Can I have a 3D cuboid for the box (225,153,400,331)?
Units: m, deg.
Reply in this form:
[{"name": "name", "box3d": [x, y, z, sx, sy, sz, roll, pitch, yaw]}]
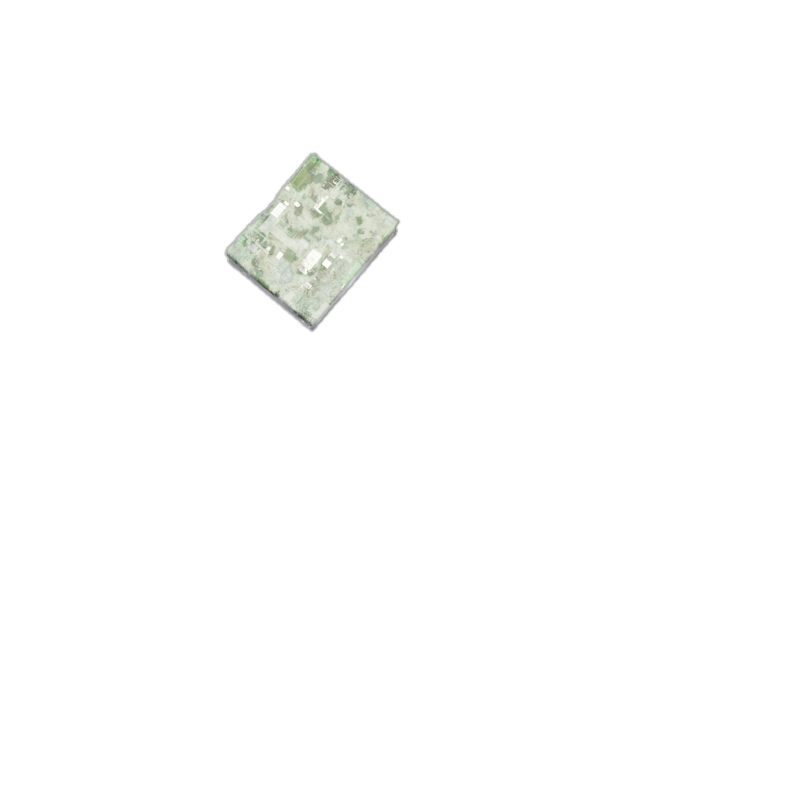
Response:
[{"name": "box", "box3d": [-0.055, -0.101, 0.710, 0.075, 0.090, 0.029, 39, -11, 8]}]
